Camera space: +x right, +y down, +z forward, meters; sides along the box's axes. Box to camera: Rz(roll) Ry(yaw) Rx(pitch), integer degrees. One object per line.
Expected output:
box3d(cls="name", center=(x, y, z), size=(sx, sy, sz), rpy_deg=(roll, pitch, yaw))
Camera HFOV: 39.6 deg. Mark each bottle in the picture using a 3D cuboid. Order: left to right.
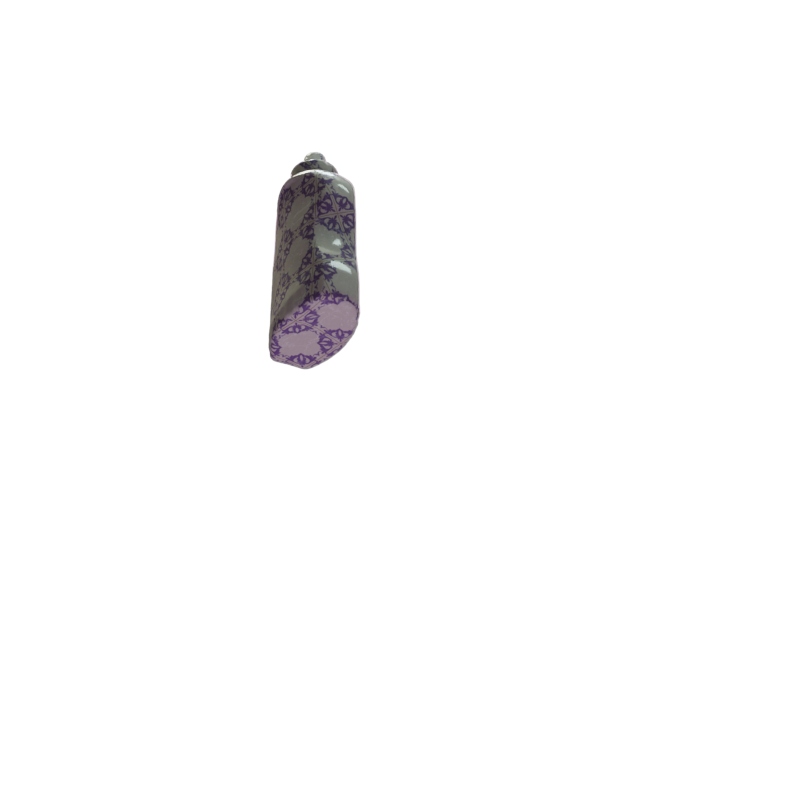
box3d(cls="bottle", center=(-0.069, -0.127, 0.890), size=(0.056, 0.206, 0.093), rpy_deg=(15, -41, -22))
